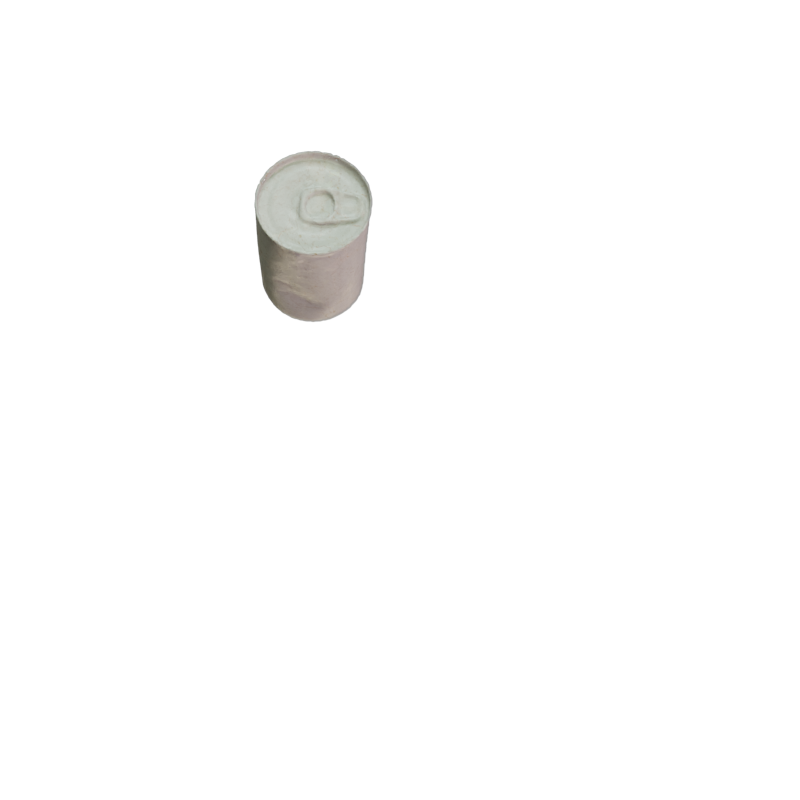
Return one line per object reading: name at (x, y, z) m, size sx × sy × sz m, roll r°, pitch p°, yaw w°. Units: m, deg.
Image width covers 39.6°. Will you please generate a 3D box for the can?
can at (-0.053, -0.097, 0.679) m, size 0.068 × 0.072 × 0.097 m, roll 0°, pitch -22°, yaw -3°
